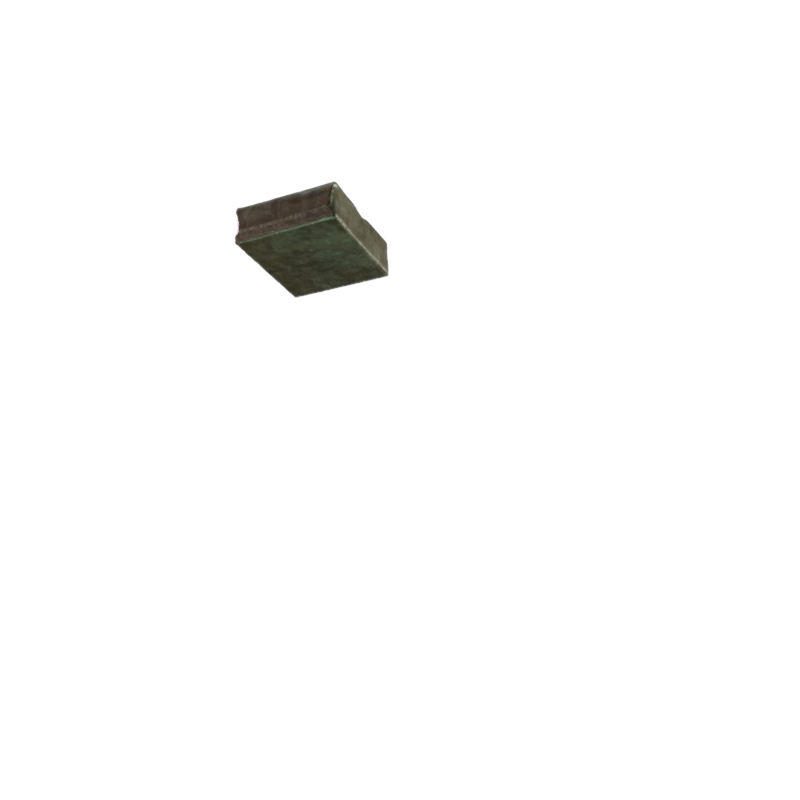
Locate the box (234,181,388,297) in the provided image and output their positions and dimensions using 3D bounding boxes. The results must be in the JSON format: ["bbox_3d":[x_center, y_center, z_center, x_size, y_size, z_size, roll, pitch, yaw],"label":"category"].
[{"bbox_3d":[-0.058,-0.106,0.743,0.074,0.032,0.083,-12,-28,22],"label":"box"}]
